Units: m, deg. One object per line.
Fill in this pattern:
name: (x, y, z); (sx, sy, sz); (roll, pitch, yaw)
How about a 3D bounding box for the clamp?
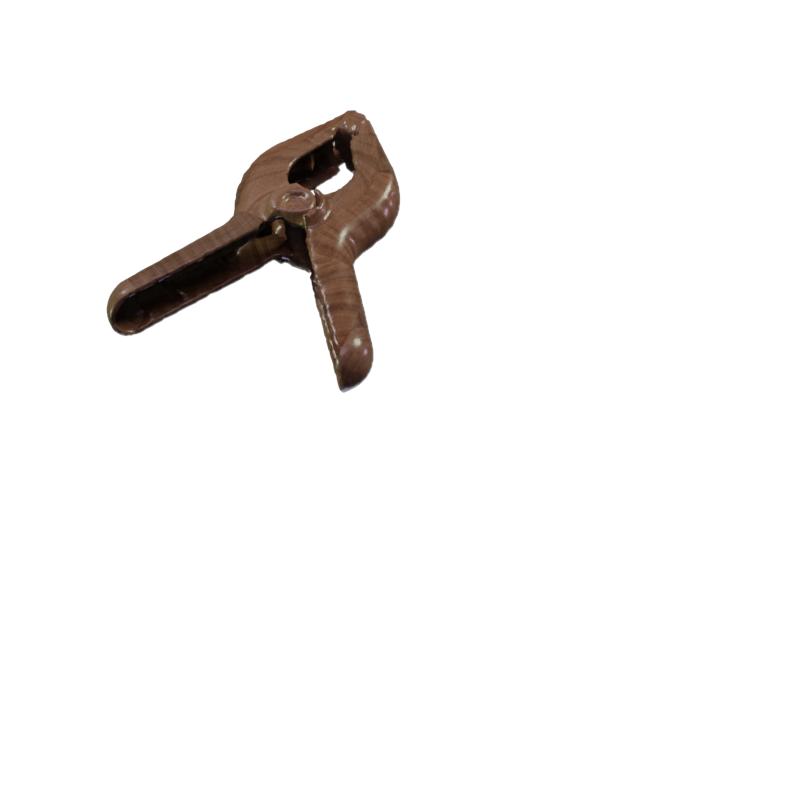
clamp: (-0.040, -0.073, 0.511); (0.125, 0.177, 0.036); (22, -37, 18)
